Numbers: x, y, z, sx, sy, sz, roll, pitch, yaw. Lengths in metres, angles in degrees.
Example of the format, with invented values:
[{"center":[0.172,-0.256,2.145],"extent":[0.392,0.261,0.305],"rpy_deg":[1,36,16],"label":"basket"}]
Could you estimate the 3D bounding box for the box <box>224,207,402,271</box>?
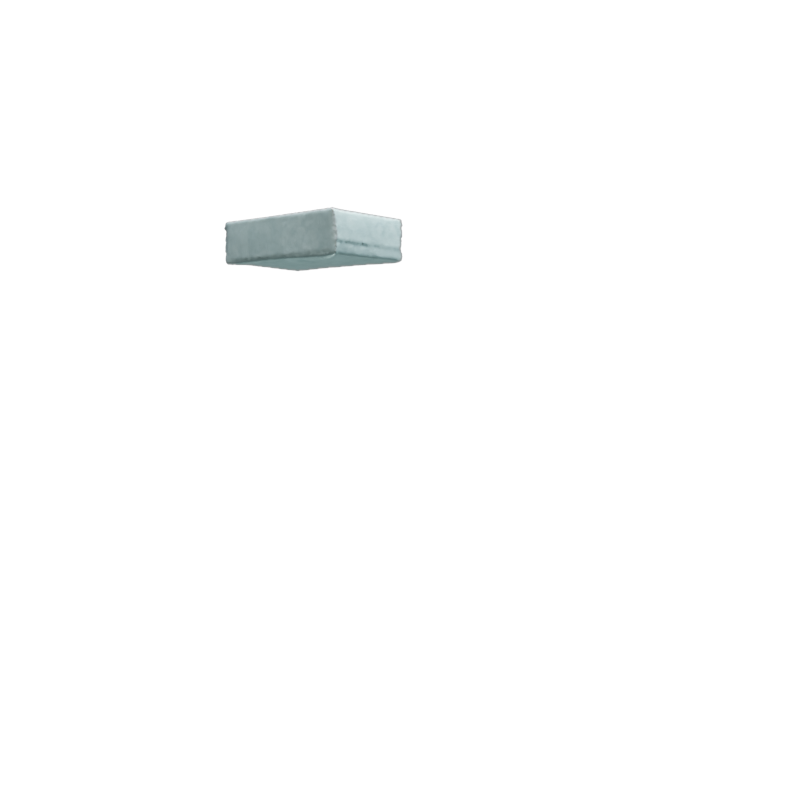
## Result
[{"center":[-0.069,-0.125,0.876],"extent":[0.118,0.039,0.086],"rpy_deg":[2,2,37],"label":"box"}]
